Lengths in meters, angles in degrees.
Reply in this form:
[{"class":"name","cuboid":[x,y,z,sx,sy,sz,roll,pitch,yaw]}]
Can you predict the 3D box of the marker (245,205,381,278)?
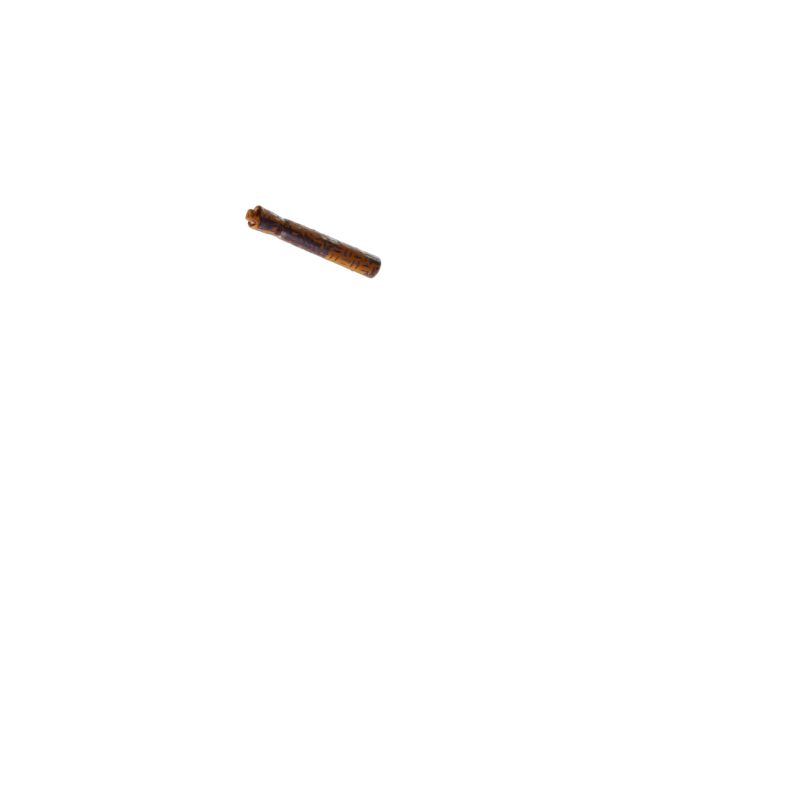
[{"class":"marker","cuboid":[-0.068,-0.124,0.869,0.115,0.020,0.020,20,-7,-28]}]
